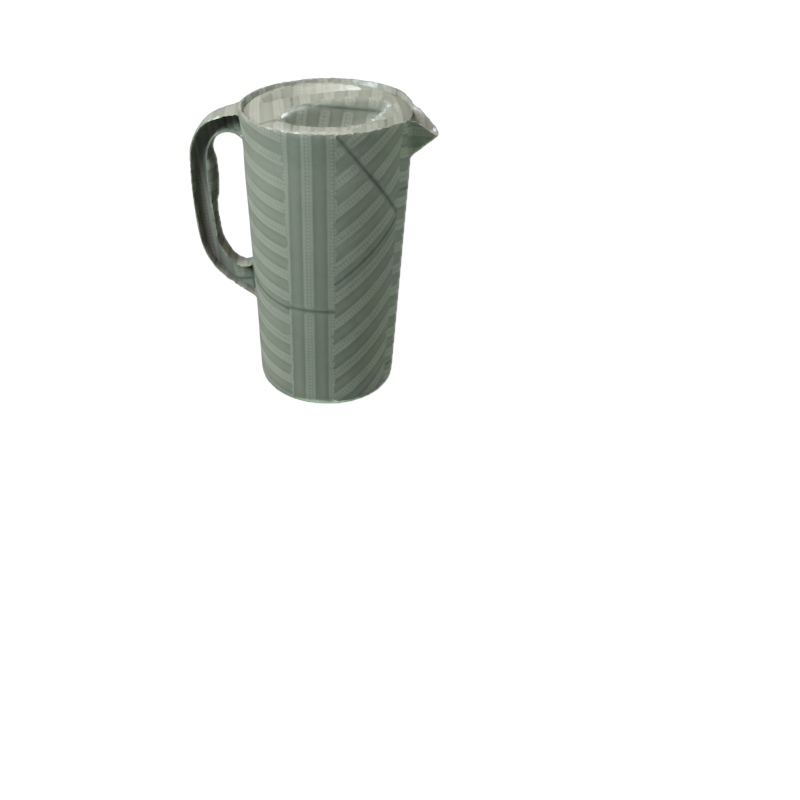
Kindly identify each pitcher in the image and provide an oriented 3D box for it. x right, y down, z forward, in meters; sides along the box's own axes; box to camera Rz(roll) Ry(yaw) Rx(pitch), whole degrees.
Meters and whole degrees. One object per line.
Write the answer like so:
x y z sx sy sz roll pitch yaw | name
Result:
-0.069 -0.125 0.875 0.143 0.230 0.160 -21 35 -36 | pitcher
